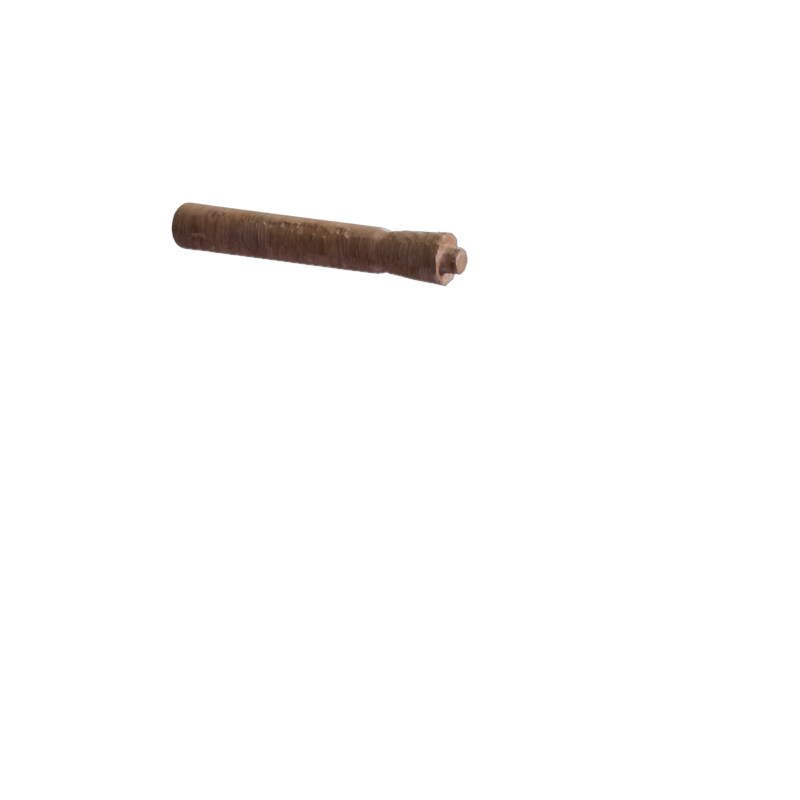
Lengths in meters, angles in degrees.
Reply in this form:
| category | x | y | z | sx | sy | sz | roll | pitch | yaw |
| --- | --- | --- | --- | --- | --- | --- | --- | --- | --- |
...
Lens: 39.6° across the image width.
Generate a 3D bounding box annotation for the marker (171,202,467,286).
| category | x | y | z | sx | sy | sz | roll | pitch | yaw |
| --- | --- | --- | --- | --- | --- | --- | --- | --- | --- |
| marker | -0.032 | -0.059 | 0.412 | 0.126 | 0.019 | 0.019 | 12 | 9 | 30 |
